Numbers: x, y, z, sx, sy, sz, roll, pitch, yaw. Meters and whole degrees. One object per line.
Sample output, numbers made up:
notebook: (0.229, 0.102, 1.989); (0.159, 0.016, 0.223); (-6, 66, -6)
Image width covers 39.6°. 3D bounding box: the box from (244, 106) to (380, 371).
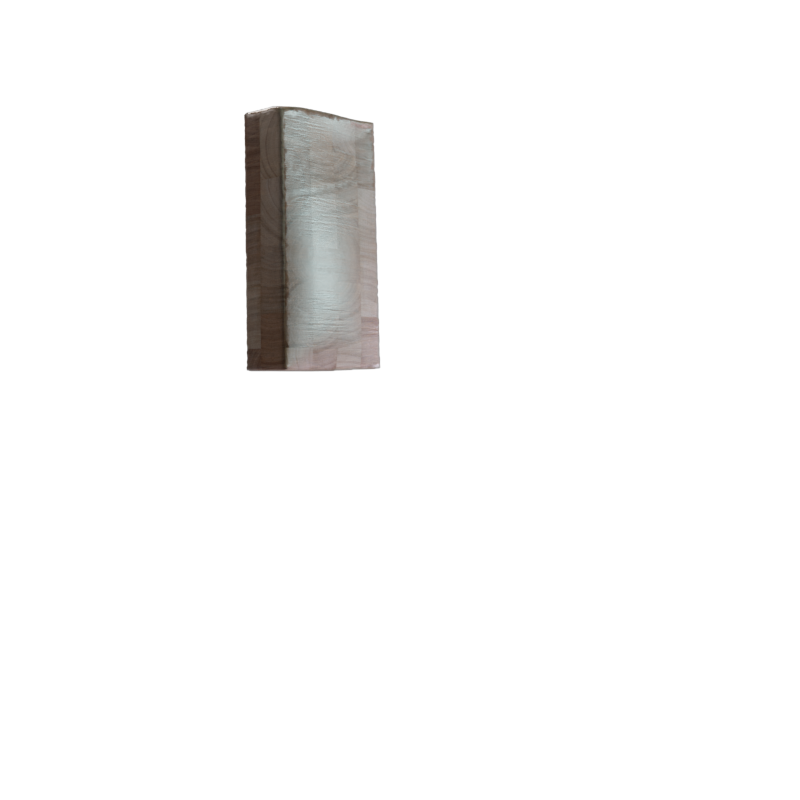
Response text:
box: (-0.060, -0.109, 0.763); (0.050, 0.178, 0.089); (-4, -5, 45)
